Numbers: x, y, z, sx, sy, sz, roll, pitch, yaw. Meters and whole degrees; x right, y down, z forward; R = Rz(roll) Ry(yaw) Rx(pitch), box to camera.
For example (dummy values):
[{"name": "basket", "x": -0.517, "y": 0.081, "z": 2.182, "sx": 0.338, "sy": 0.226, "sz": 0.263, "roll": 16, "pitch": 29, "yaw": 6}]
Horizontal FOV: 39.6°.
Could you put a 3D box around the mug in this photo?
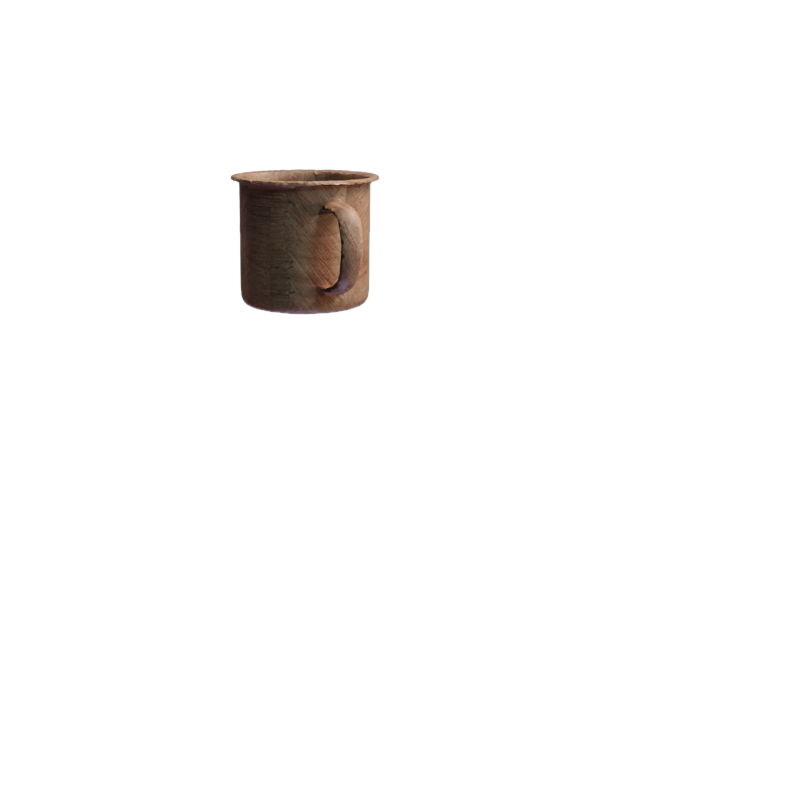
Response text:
[{"name": "mug", "x": -0.054, "y": -0.098, "z": 0.687, "sx": 0.091, "sy": 0.079, "sz": 0.123, "roll": -7, "pitch": 15, "yaw": -29}]
